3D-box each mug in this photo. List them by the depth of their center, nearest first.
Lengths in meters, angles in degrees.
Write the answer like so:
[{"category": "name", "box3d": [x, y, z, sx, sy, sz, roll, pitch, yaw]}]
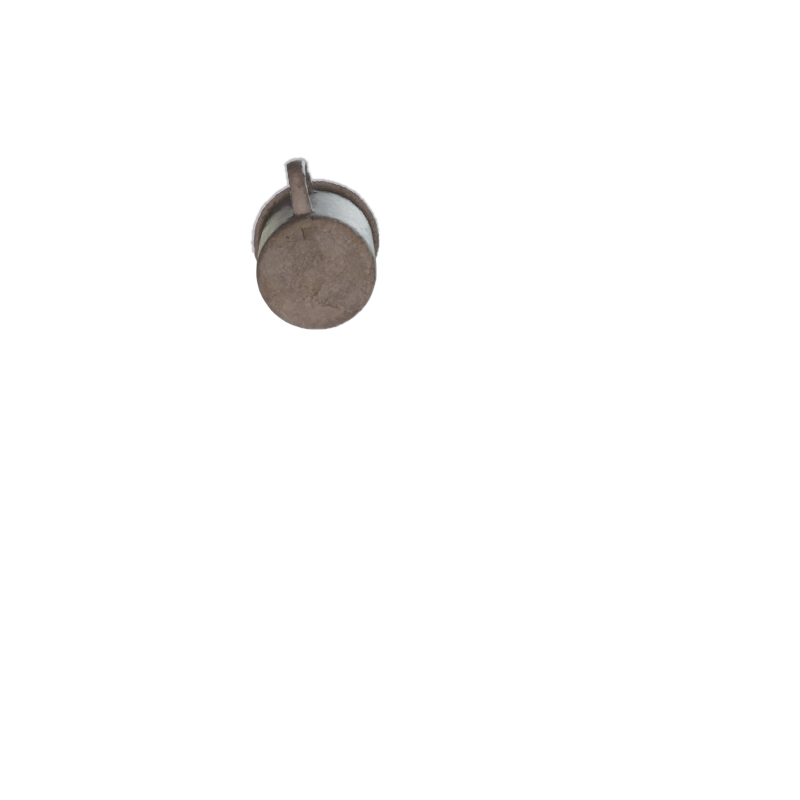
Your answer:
[{"category": "mug", "box3d": [-0.061, -0.110, 0.773, 0.093, 0.112, 0.085, -9, 20, 1]}]
